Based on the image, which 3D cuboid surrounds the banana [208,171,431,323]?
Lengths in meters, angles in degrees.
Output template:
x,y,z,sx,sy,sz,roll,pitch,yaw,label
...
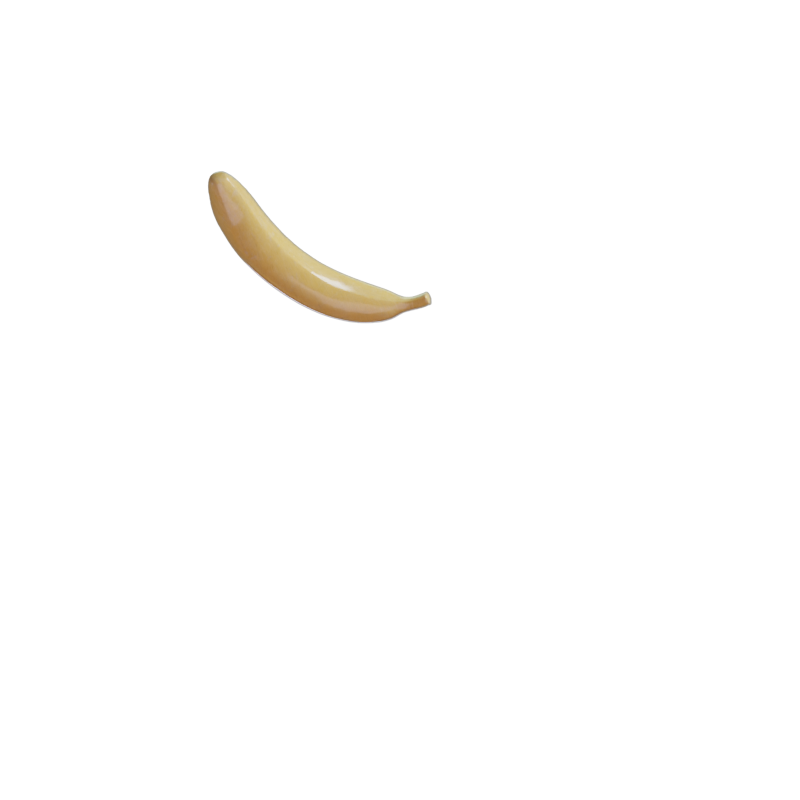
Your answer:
x,y,z,sx,sy,sz,roll,pitch,yaw,label
-0.074,-0.107,0.852,0.190,0.068,0.039,28,30,-18,banana
